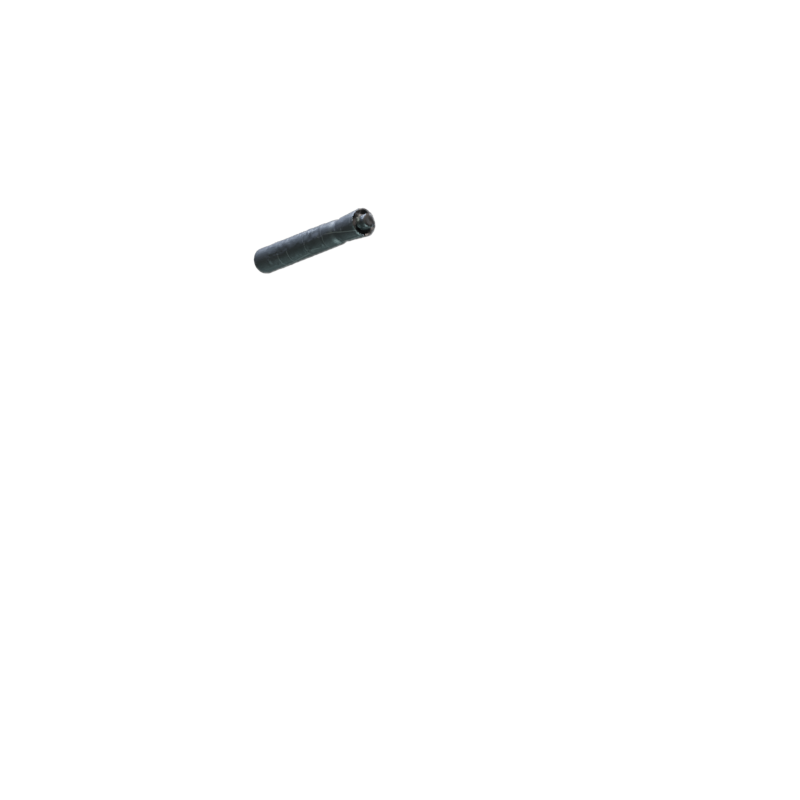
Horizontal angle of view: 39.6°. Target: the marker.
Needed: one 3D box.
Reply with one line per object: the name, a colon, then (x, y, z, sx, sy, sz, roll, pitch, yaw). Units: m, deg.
marker: (-0.058, -0.105, 0.737, 0.019, 0.020, 0.123, -3, -5, -39)
